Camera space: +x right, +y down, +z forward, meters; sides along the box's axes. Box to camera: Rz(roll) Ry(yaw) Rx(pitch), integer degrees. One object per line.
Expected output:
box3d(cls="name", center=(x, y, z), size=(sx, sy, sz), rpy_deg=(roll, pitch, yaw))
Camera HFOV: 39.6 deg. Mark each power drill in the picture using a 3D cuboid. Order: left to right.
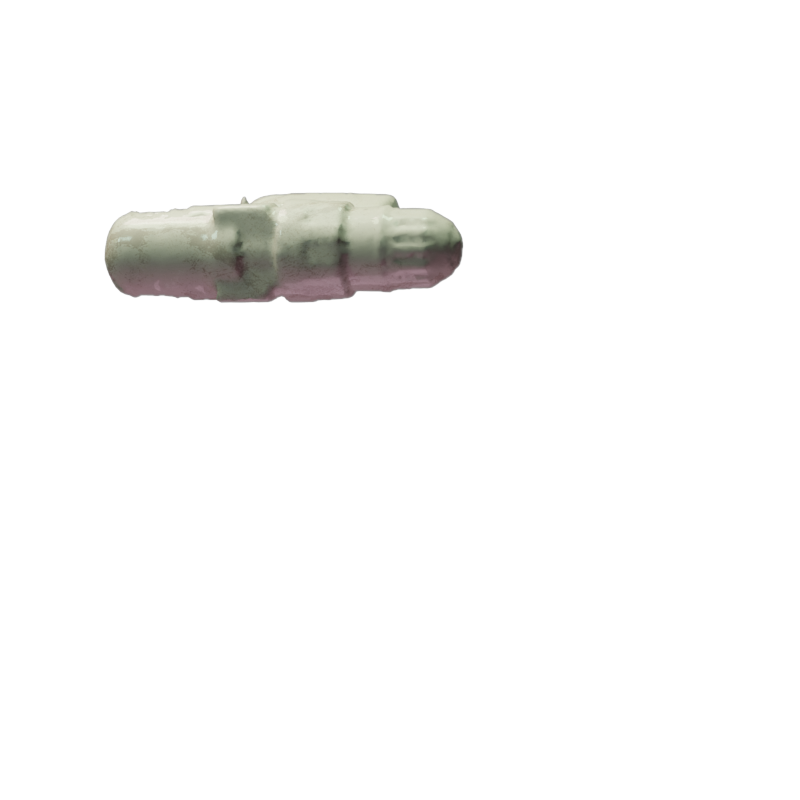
box3d(cls="power drill", center=(-0.049, -0.089, 0.626), size=(0.188, 0.057, 0.187), rpy_deg=(2, 9, 12))
